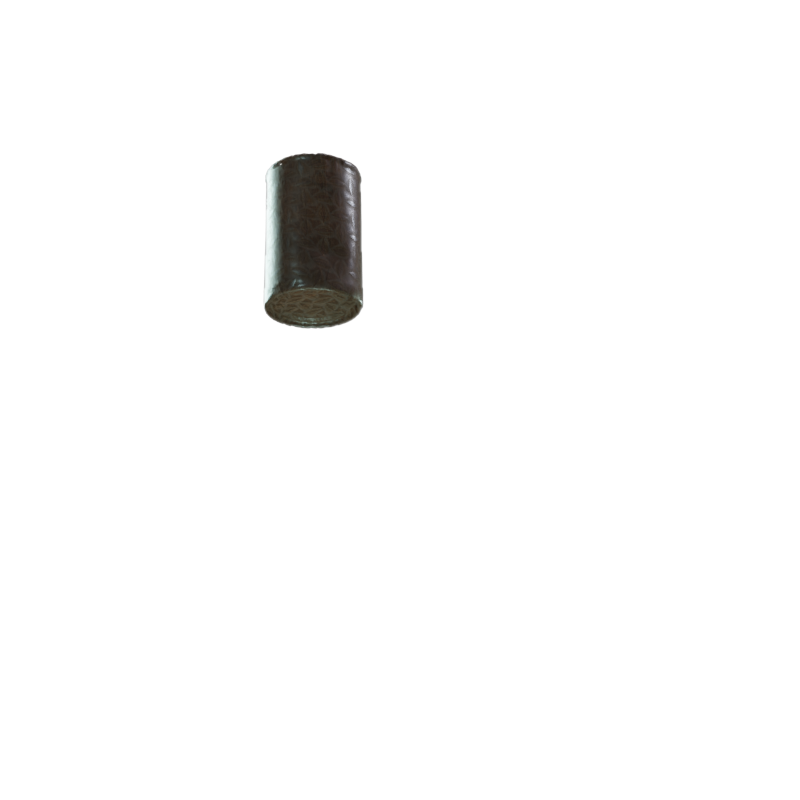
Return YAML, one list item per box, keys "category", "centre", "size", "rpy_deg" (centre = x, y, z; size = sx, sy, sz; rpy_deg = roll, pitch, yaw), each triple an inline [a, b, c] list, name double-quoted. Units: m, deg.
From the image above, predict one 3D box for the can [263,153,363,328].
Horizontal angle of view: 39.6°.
- category: "can"
  centre: [-0.059, -0.108, 0.759]
  size: [0.068, 0.108, 0.065]
  rpy_deg: [0, -25, -2]
